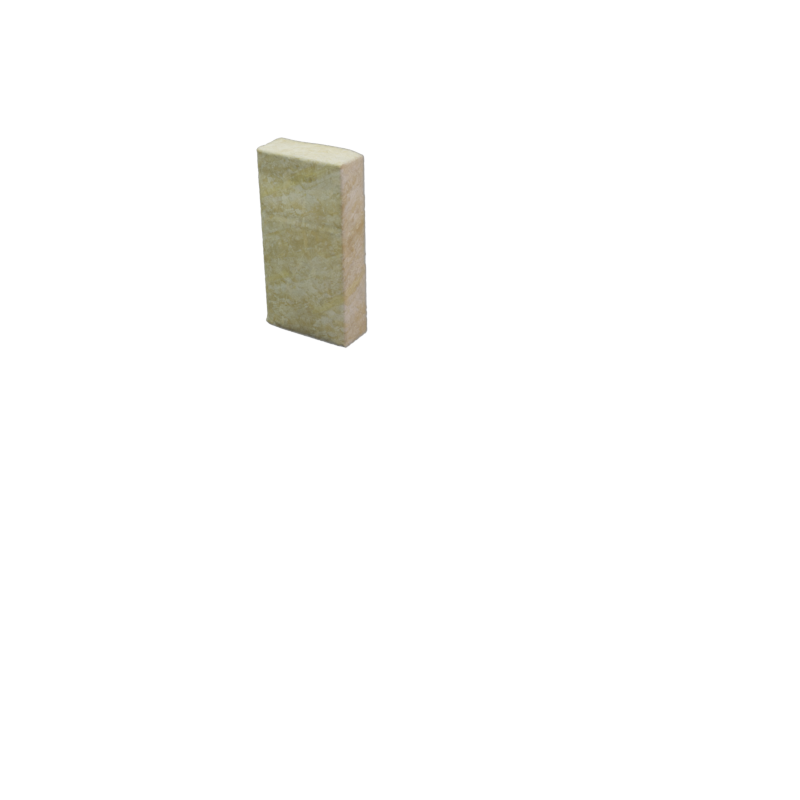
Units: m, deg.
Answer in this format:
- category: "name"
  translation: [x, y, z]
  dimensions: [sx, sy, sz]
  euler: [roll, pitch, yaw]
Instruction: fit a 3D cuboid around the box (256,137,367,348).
- category: "box"
  translation: [-0.078, -0.143, 1.000]
  dimensions: [0.098, 0.168, 0.048]
  euler: [16, 27, 30]
